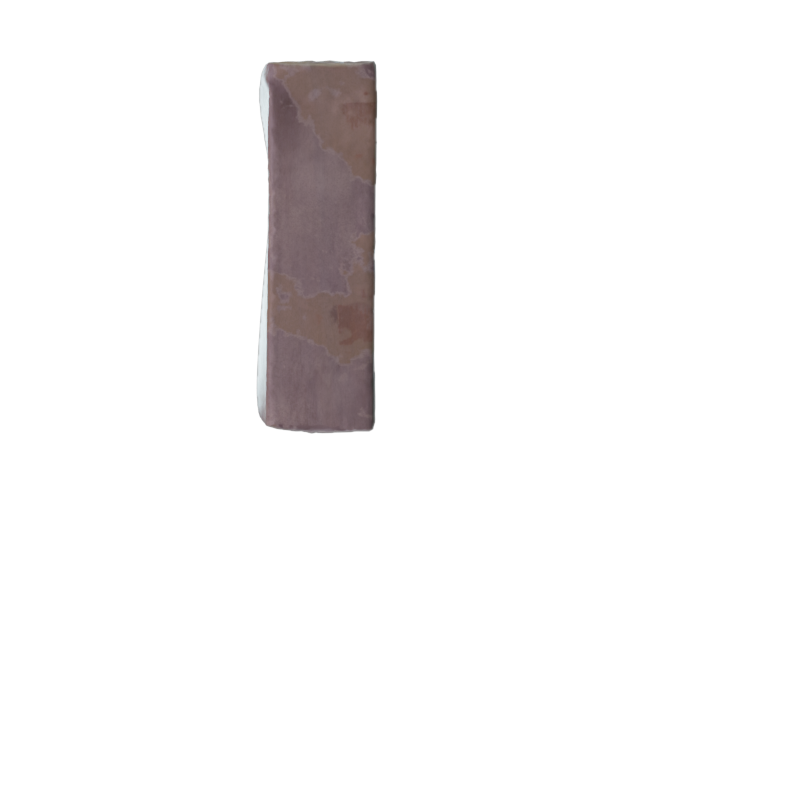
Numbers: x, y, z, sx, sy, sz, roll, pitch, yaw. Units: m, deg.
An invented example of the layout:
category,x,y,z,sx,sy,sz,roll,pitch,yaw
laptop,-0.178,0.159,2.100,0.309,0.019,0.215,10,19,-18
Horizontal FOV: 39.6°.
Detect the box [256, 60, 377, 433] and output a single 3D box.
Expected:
category,x,y,z,sx,sy,sz,roll,pitch,yaw
box,-0.055,-0.101,0.707,0.071,0.212,0.167,0,6,-6
